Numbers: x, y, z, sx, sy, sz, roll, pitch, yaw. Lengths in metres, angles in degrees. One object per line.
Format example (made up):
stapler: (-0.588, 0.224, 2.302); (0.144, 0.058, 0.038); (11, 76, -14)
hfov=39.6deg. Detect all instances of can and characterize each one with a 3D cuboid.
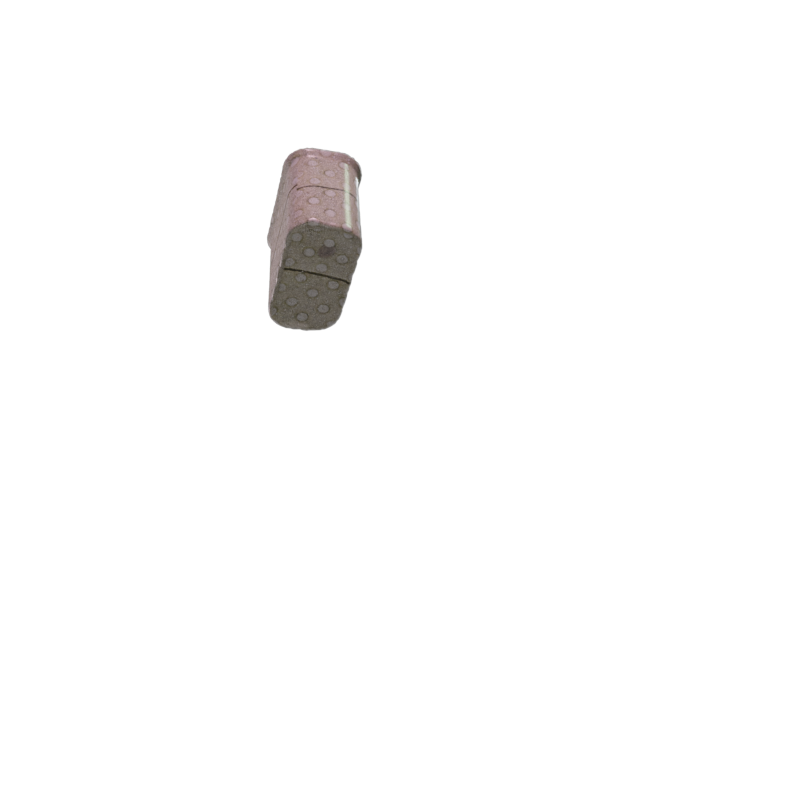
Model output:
can: (-0.061, -0.111, 0.779); (0.057, 0.096, 0.090); (9, 41, -11)
